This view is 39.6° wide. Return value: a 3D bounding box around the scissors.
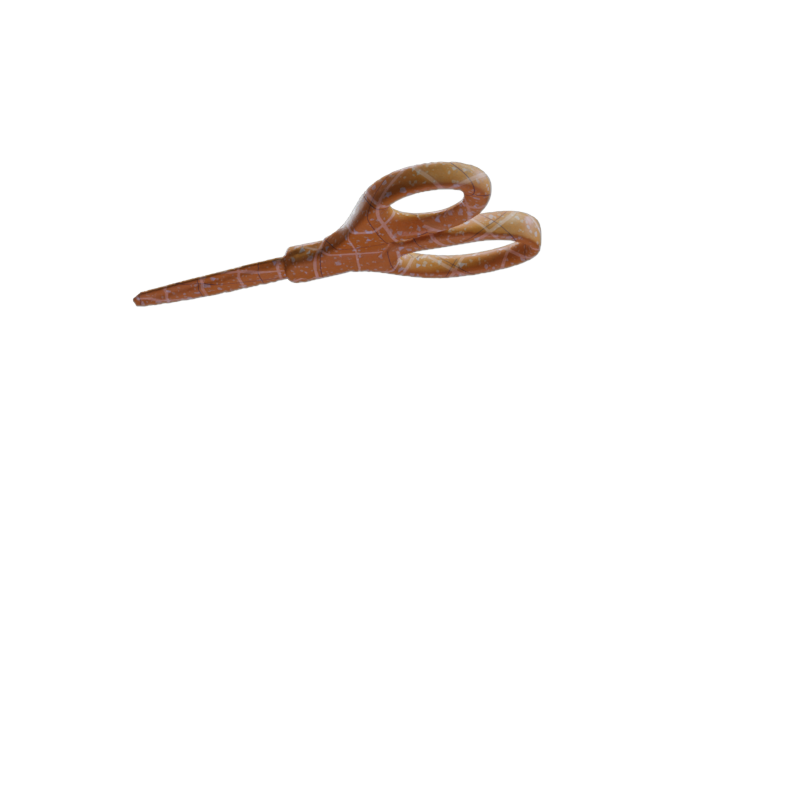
[{"bbox_3d":[-0.039,-0.071,0.499,0.204,0.017,0.090,-4,-23,9],"label":"scissors"}]
